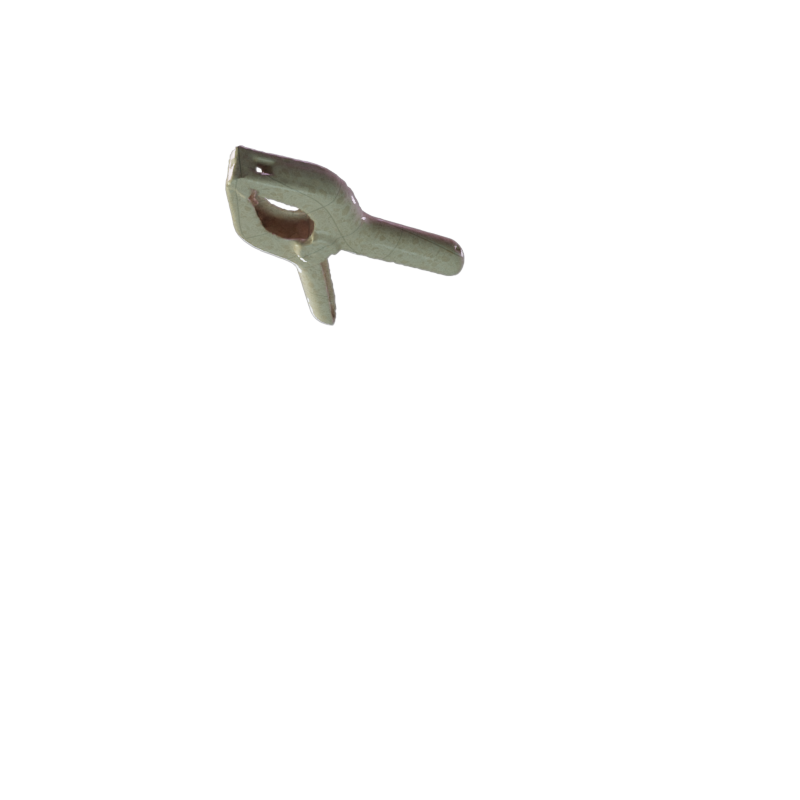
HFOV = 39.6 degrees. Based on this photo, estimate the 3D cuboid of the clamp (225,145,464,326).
[{"bbox_3d":[-0.056,-0.102,0.714,0.161,0.042,0.119,30,-48,-32],"label":"clamp"}]
